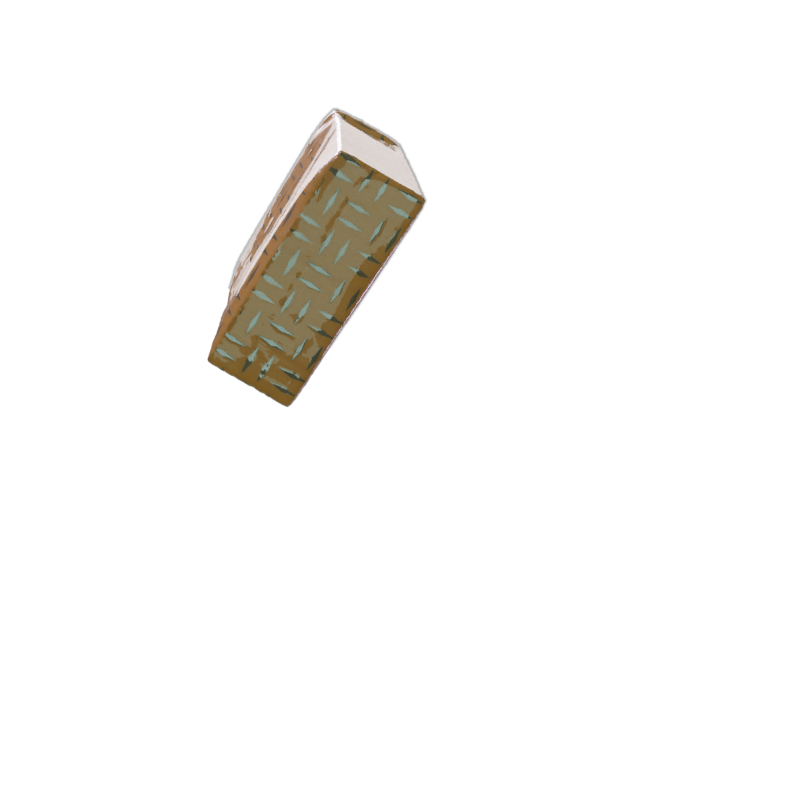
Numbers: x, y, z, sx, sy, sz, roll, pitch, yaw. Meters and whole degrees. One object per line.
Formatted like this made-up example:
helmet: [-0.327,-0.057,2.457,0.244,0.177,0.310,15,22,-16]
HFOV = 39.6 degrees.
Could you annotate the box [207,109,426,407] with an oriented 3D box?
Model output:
box: [-0.062,-0.113,0.792,0.070,0.161,0.223,31,15,-14]
